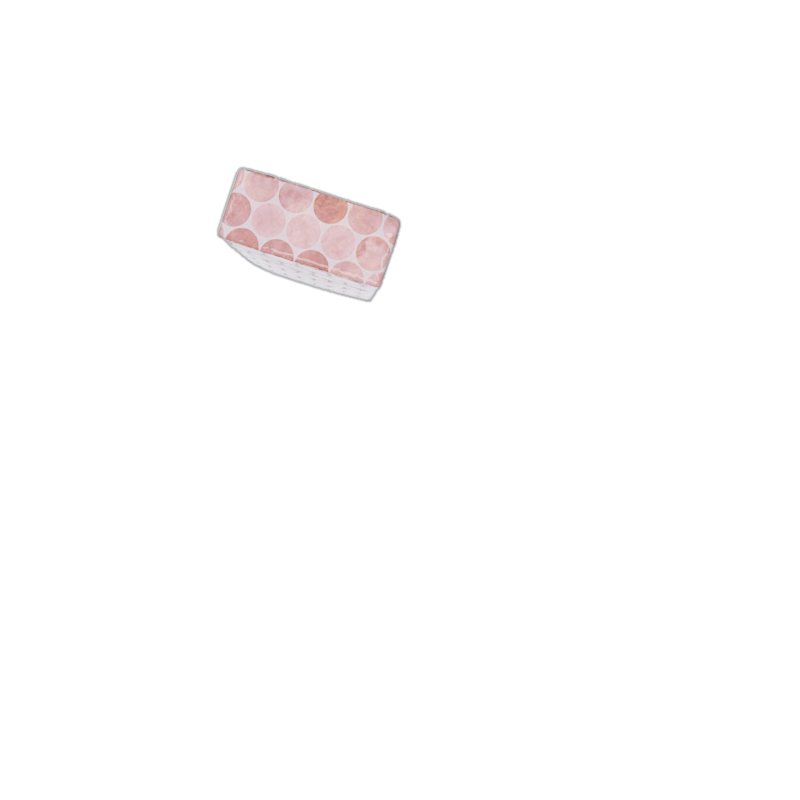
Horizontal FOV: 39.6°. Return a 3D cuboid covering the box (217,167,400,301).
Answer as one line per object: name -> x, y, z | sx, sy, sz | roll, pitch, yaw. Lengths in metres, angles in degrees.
box -> -0.052, -0.095, 0.666 | 0.093, 0.048, 0.175 | 18, -1, -3
